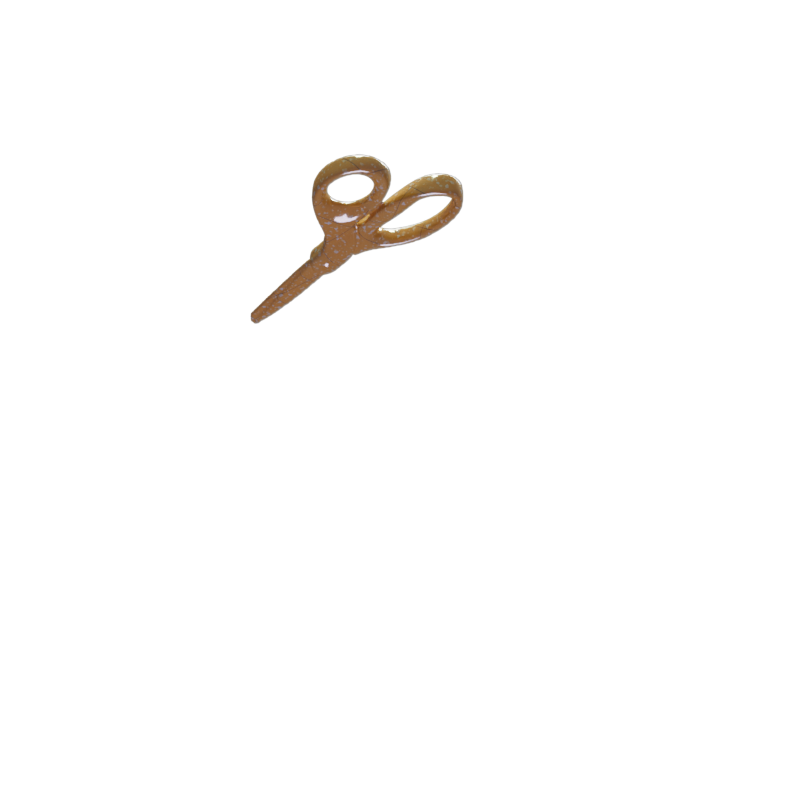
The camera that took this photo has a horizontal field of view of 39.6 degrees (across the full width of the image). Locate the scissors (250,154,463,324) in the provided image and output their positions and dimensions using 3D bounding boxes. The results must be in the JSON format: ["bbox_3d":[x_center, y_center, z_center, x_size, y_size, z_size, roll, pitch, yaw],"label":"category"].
[{"bbox_3d":[-0.054,-0.098,0.687,0.203,0.017,0.090,-21,-34,35],"label":"scissors"}]
